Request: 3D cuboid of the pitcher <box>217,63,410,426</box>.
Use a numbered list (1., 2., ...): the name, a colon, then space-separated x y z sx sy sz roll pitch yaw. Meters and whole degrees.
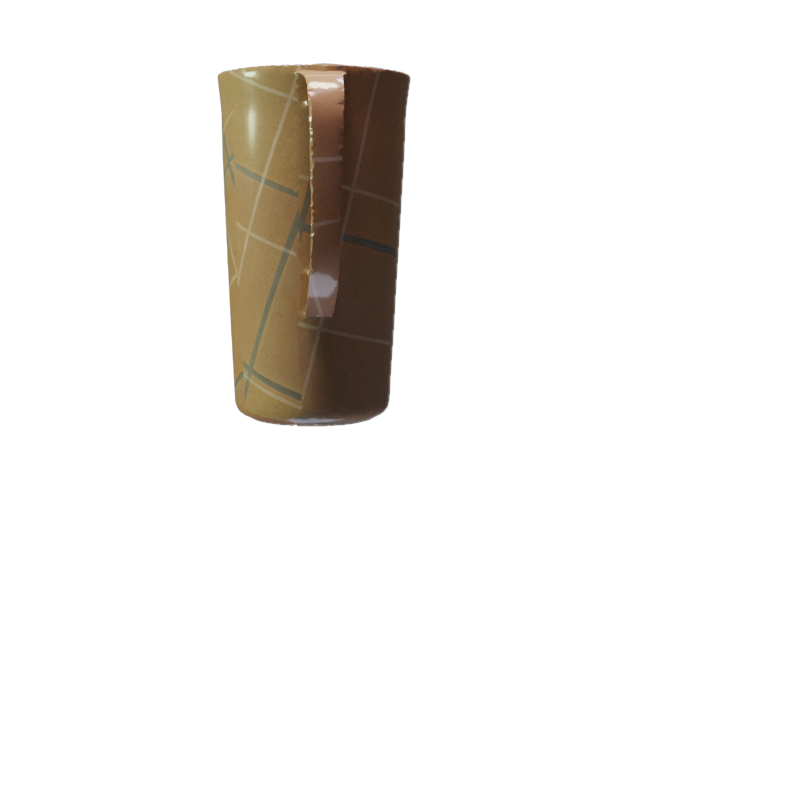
1. pitcher: -0.060 -0.109 0.760 0.151 0.242 0.144 3 4 37
